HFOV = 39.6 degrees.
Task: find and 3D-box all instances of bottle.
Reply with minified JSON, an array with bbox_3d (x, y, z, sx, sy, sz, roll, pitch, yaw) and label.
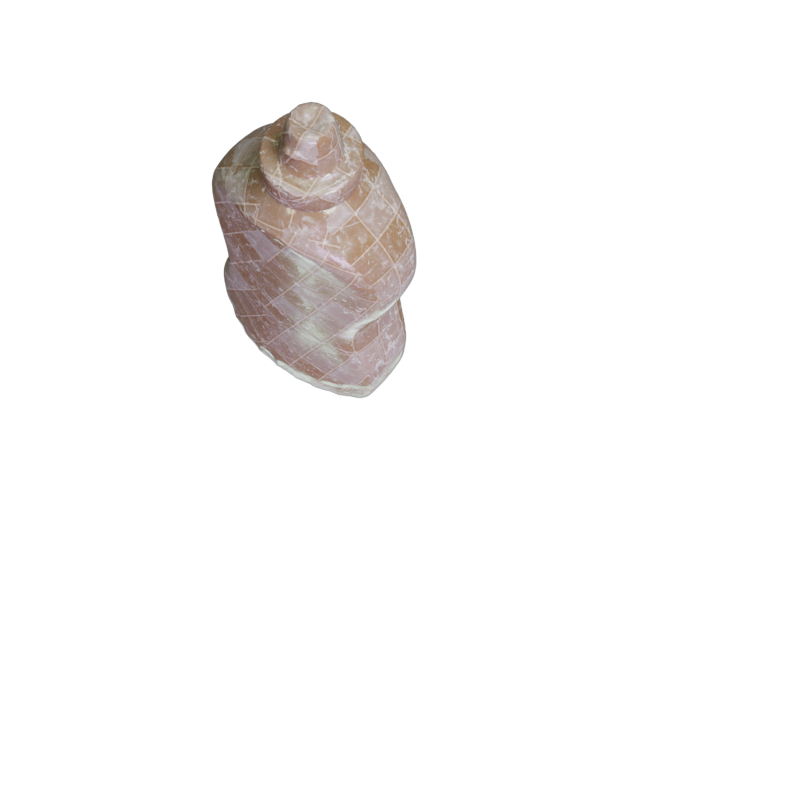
[{"bbox_3d":[-0.039,-0.070,0.489,0.100,0.059,0.182,39,-19,12],"label":"bottle"}]
